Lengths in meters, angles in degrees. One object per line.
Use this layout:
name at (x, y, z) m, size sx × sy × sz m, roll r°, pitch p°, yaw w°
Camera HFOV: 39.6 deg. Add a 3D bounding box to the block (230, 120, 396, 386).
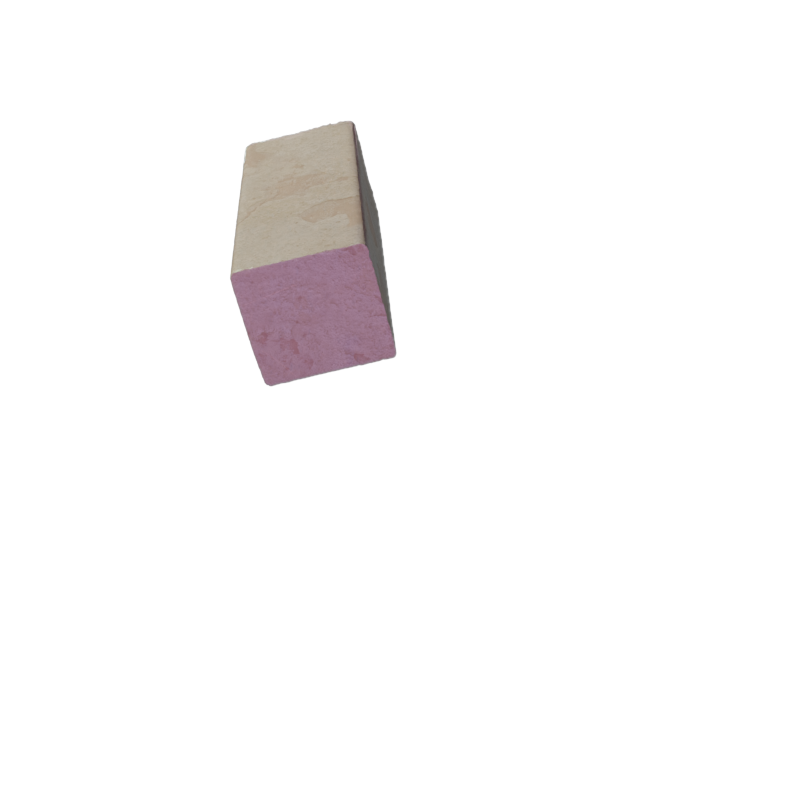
block at (-0.062, -0.113, 0.791) m, size 0.091 × 0.084 × 0.220 m, roll -13°, pitch 33°, yaw 5°
